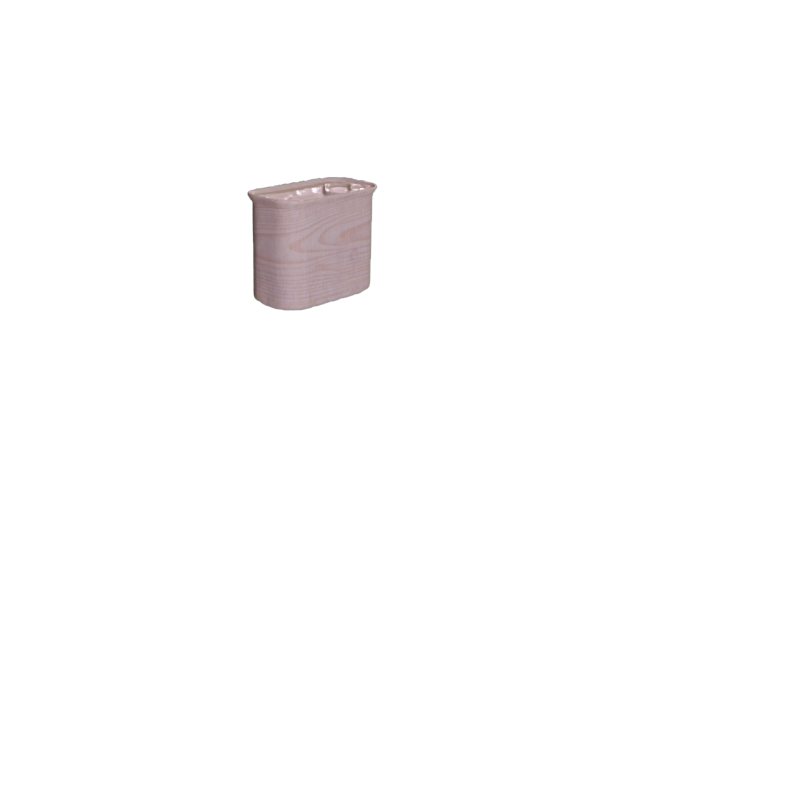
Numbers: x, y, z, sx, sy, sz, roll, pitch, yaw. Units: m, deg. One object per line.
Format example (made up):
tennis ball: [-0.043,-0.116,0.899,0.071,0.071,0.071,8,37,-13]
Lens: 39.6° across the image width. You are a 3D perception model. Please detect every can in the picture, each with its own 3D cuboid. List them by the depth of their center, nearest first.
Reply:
can: [-0.066,-0.120,0.843,0.061,0.081,0.100,16,24,41]
